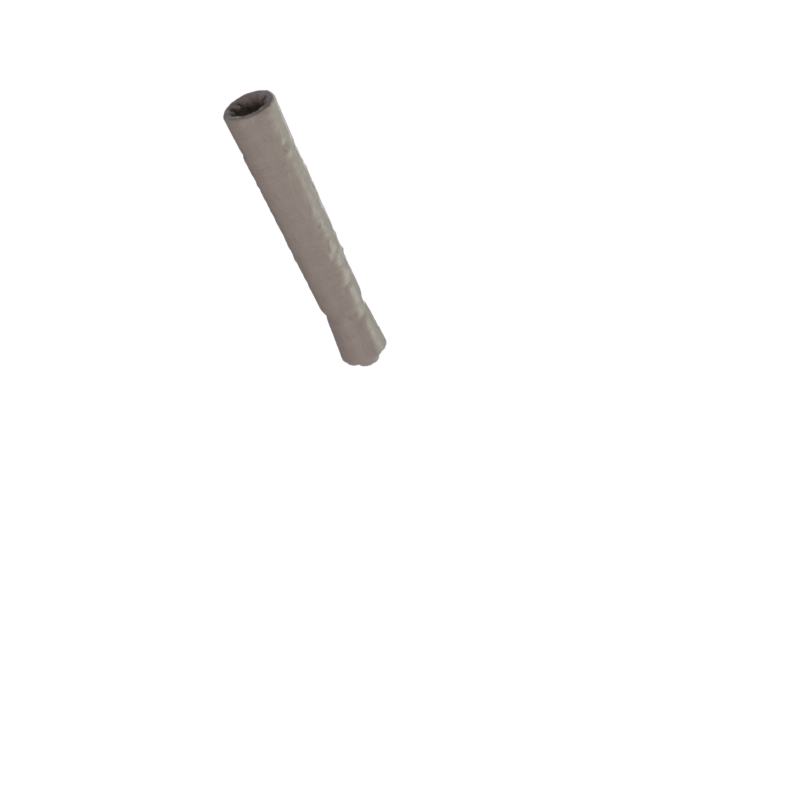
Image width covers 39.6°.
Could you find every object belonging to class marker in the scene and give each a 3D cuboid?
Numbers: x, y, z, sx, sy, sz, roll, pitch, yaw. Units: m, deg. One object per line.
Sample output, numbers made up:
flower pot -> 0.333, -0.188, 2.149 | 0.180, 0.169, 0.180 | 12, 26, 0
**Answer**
marker -> -0.032, -0.057, 0.403 | 0.020, 0.112, 0.021 | -17, 37, 11
